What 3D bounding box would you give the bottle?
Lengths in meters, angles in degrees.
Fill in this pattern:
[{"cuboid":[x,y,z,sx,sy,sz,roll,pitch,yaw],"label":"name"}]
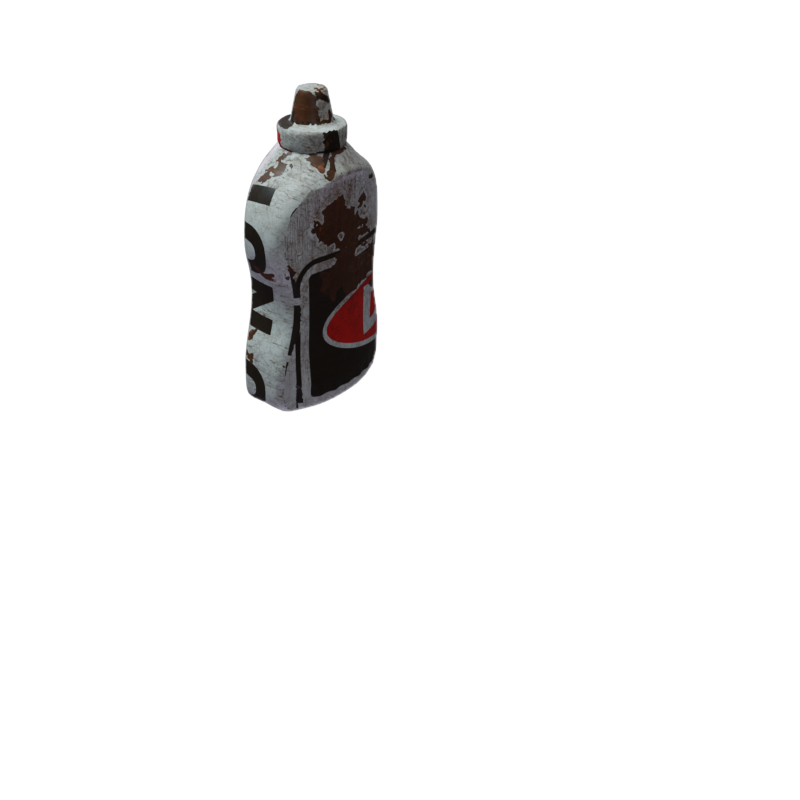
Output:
[{"cuboid":[-0.053,-0.095,0.667,0.062,0.181,0.096,21,32,34],"label":"bottle"}]
